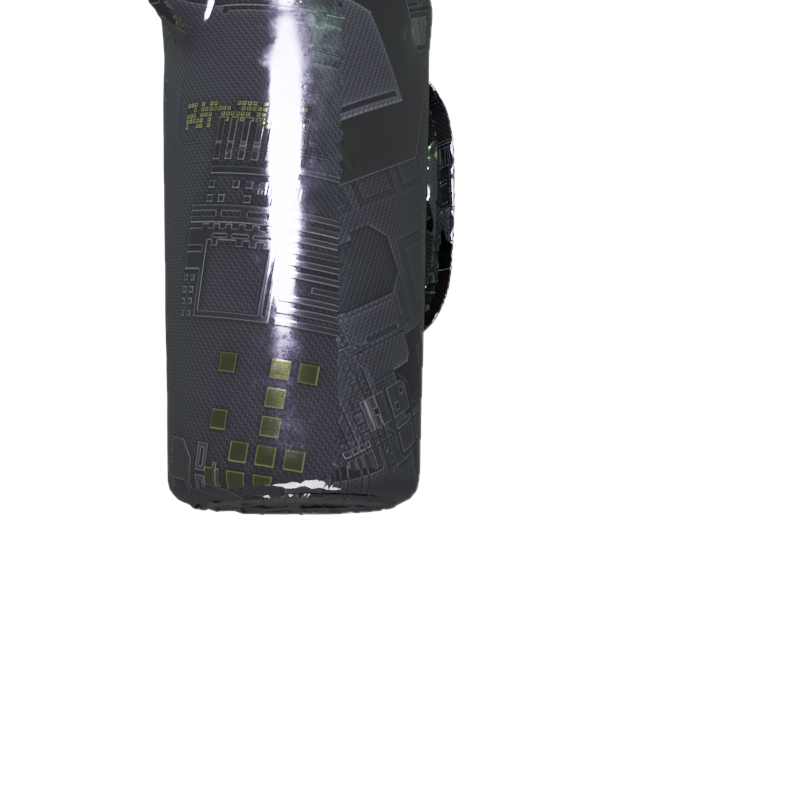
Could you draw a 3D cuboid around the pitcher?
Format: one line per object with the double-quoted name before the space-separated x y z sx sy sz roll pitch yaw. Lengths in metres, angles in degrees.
"pitcher" -0.040 -0.074 0.516 0.149 0.253 0.140 -1 -16 -2
